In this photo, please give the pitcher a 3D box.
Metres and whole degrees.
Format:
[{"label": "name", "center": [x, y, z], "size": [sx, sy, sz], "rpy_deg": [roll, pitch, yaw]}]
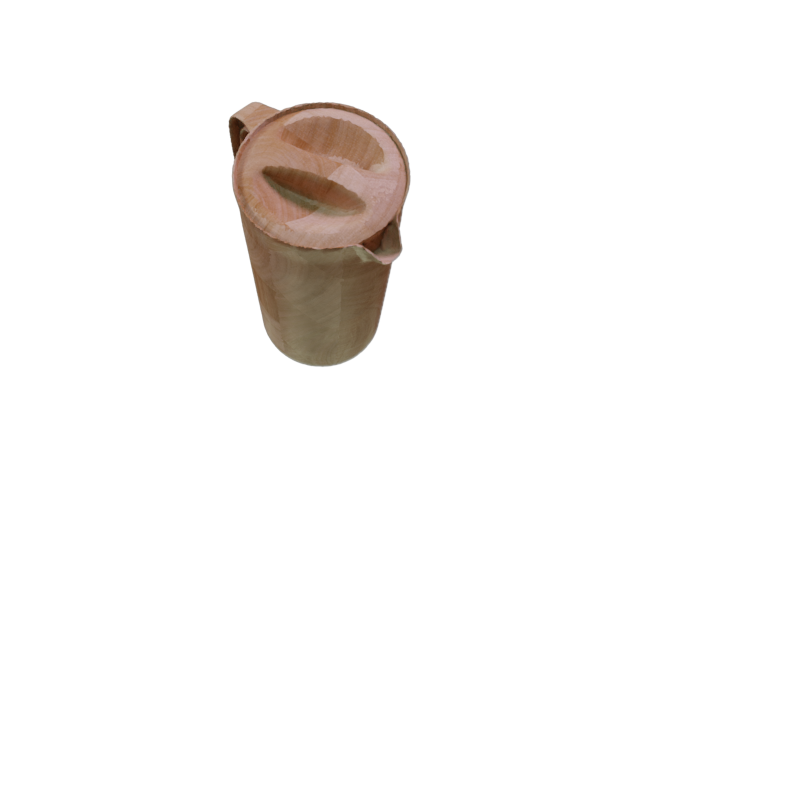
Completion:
[{"label": "pitcher", "center": [-0.072, -0.132, 0.924], "size": [0.145, 0.158, 0.229], "rpy_deg": [4, -26, -1]}]
